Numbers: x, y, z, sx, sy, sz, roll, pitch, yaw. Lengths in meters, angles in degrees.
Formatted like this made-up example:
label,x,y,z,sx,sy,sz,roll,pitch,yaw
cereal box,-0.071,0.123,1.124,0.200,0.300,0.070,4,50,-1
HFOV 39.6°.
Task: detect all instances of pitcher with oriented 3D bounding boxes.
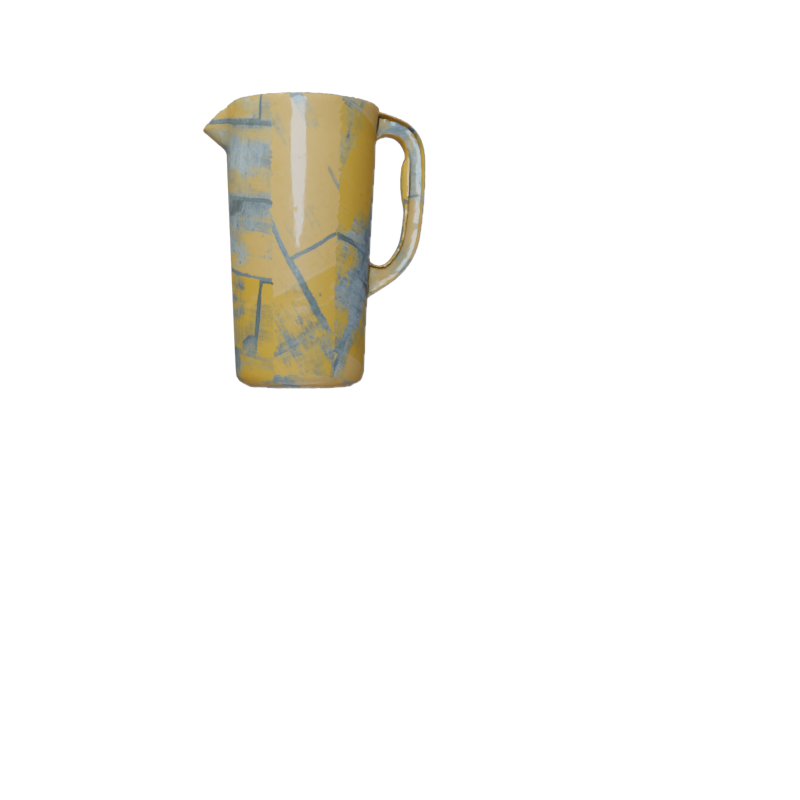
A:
label,x,y,z,sx,sy,sz,roll,pitch,yaw
pitcher,-0.074,-0.134,0.940,0.154,0.245,0.139,-2,-3,39
